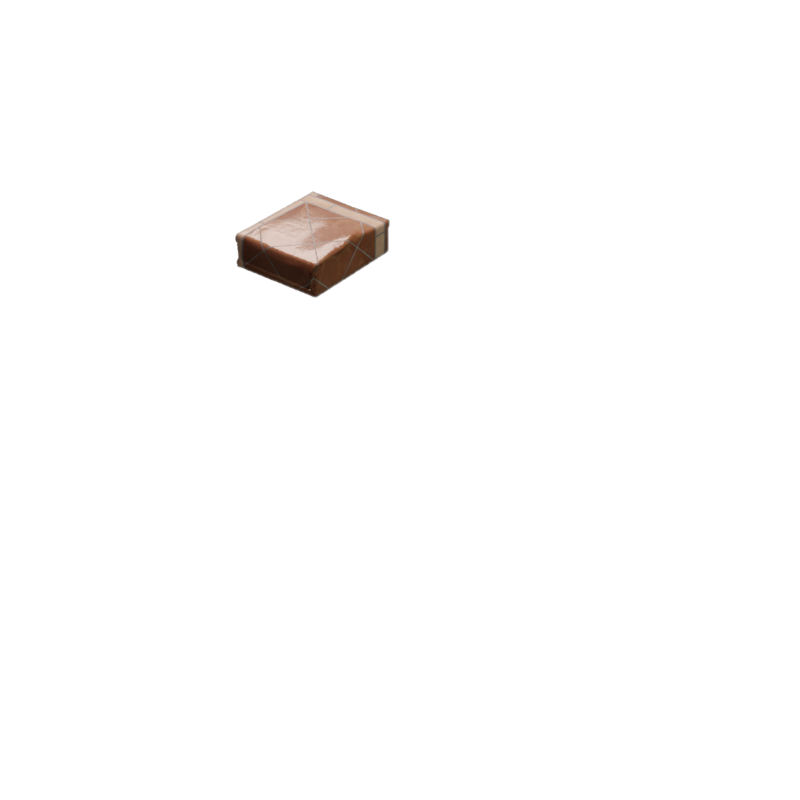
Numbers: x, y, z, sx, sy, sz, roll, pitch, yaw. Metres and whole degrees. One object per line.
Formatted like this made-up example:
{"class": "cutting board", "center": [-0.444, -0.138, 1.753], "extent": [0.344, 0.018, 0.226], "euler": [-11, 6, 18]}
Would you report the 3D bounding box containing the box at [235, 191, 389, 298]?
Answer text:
{"class": "box", "center": [-0.062, -0.113, 0.793], "extent": [0.077, 0.028, 0.090], "euler": [24, 41, 30]}
